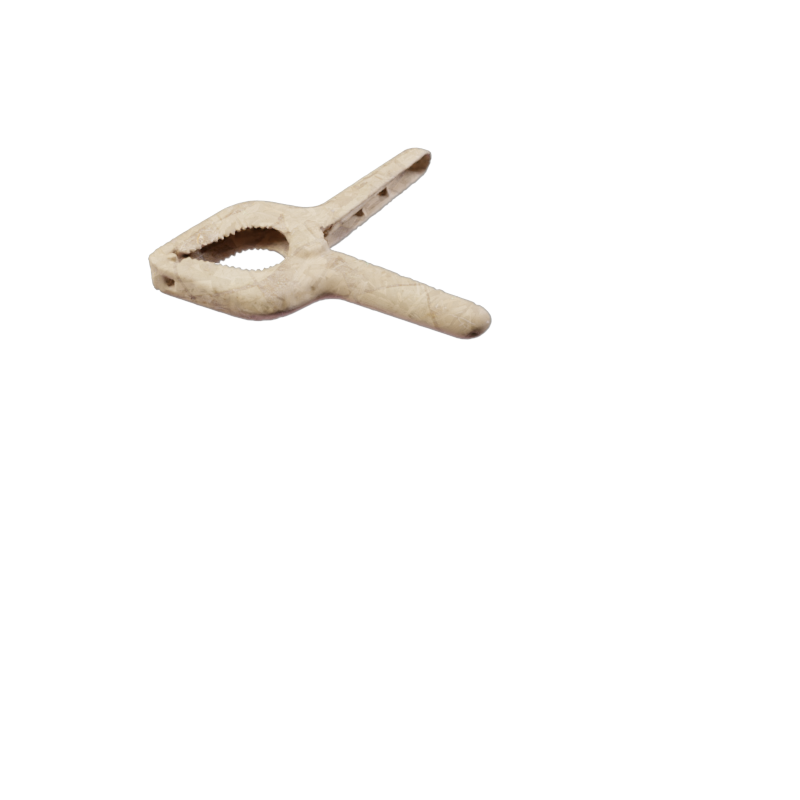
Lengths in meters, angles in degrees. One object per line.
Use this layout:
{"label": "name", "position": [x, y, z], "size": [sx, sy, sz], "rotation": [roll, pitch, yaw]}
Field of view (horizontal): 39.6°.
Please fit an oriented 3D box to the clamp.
{"label": "clamp", "position": [-0.057, -0.103, 0.724], "size": [0.209, 0.177, 0.034], "rotation": [-3, -41, -3]}
